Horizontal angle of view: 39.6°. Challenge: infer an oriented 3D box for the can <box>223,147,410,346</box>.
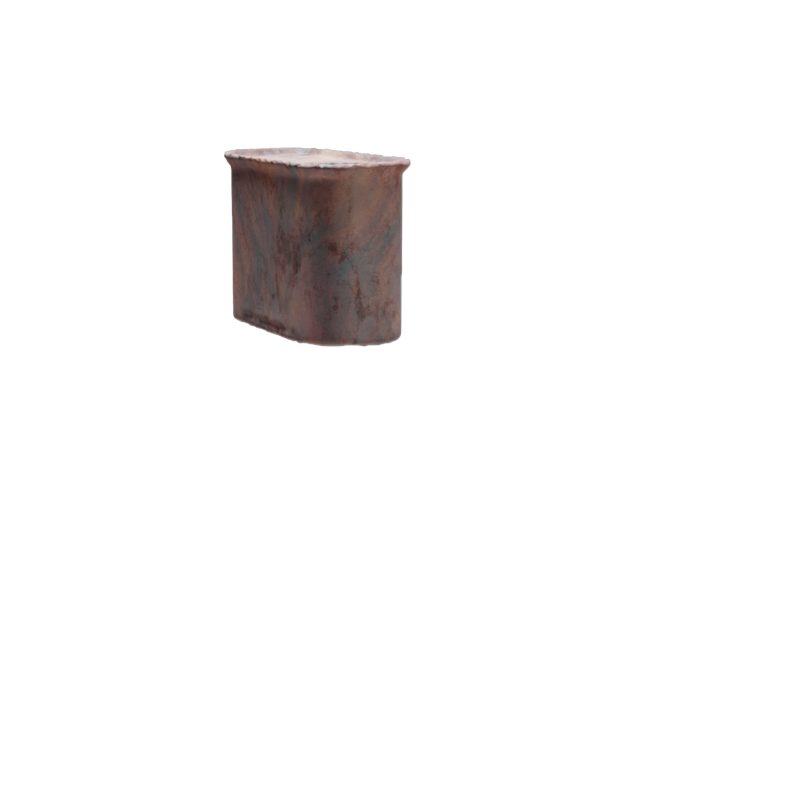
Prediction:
[{"bbox_3d":[-0.041,-0.076,0.530,0.056,0.082,0.108,-7,15,-34],"label":"can"}]
